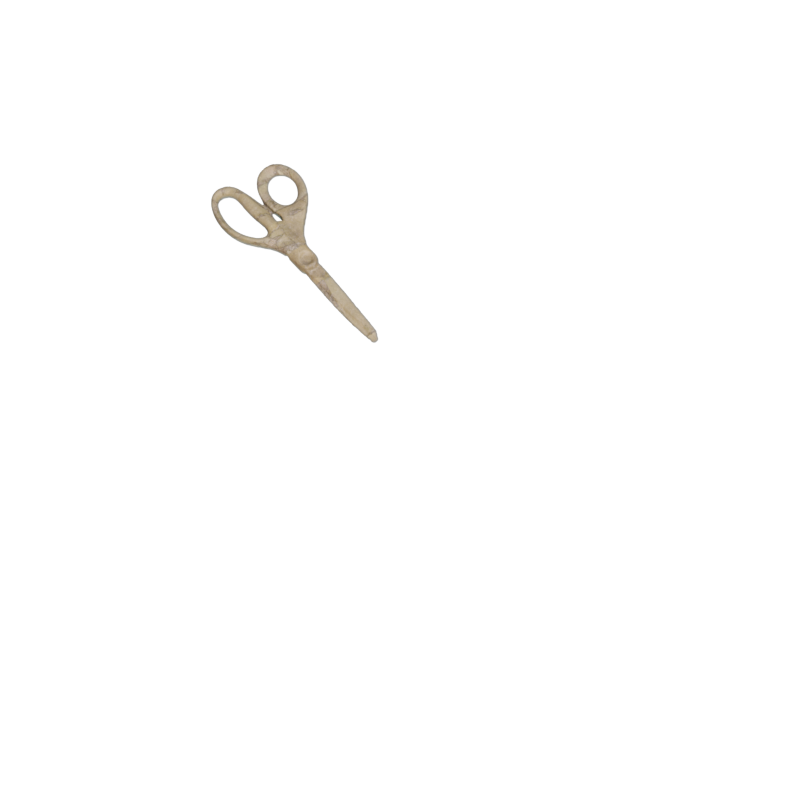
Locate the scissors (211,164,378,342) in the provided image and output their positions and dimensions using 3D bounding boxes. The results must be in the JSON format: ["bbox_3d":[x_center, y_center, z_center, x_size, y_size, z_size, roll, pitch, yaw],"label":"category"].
[{"bbox_3d":[-0.078,-0.141,0.990,0.209,0.098,0.015,34,-22,15],"label":"scissors"}]
